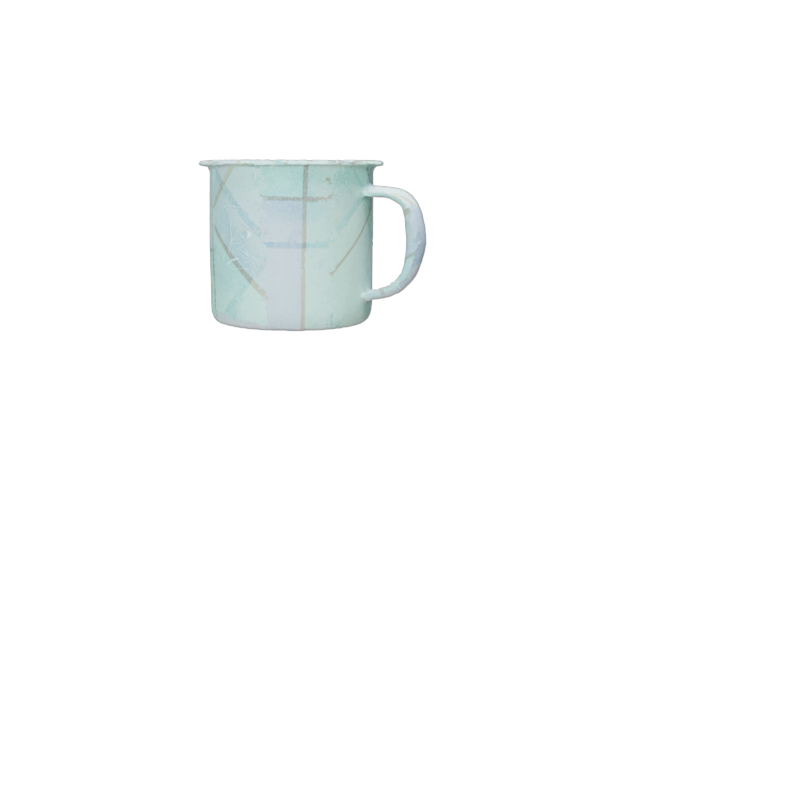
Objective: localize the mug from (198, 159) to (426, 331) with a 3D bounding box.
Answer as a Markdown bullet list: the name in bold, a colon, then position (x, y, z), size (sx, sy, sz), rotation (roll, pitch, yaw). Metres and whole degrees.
- **mug**: position (-0.043, -0.079, 0.555), size (0.120, 0.080, 0.092), rotation (3, 9, 20)
